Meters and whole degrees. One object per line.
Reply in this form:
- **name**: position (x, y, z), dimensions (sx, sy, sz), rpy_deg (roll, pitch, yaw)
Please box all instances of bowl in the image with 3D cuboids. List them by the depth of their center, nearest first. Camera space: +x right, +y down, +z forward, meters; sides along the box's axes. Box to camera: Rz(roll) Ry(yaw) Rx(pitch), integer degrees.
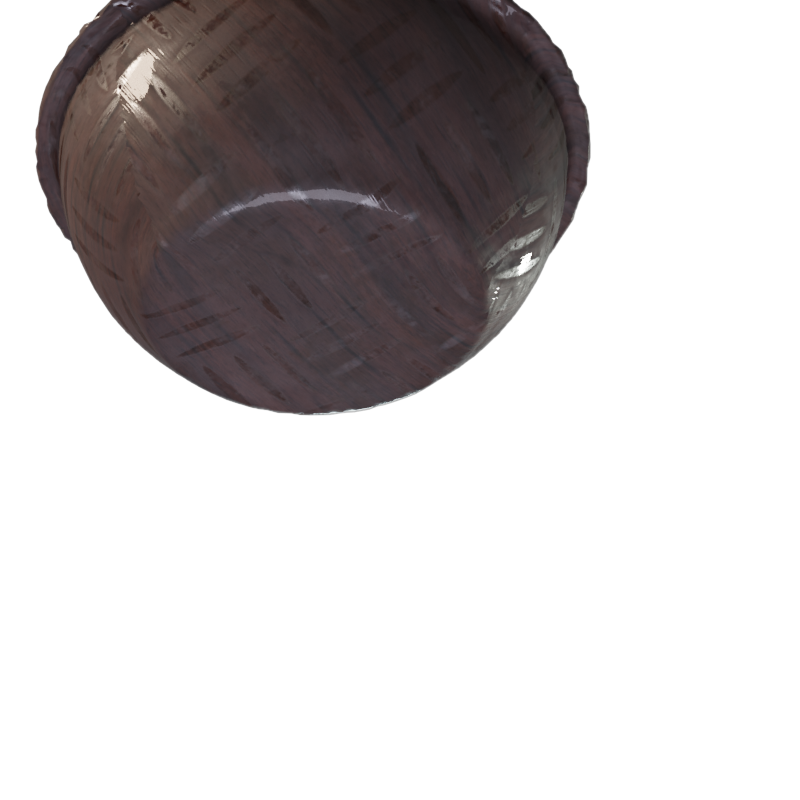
- **bowl**: position (-0.024, -0.044, 0.310), dimensions (0.162, 0.059, 0.151), rpy_deg (1, -39, -1)
